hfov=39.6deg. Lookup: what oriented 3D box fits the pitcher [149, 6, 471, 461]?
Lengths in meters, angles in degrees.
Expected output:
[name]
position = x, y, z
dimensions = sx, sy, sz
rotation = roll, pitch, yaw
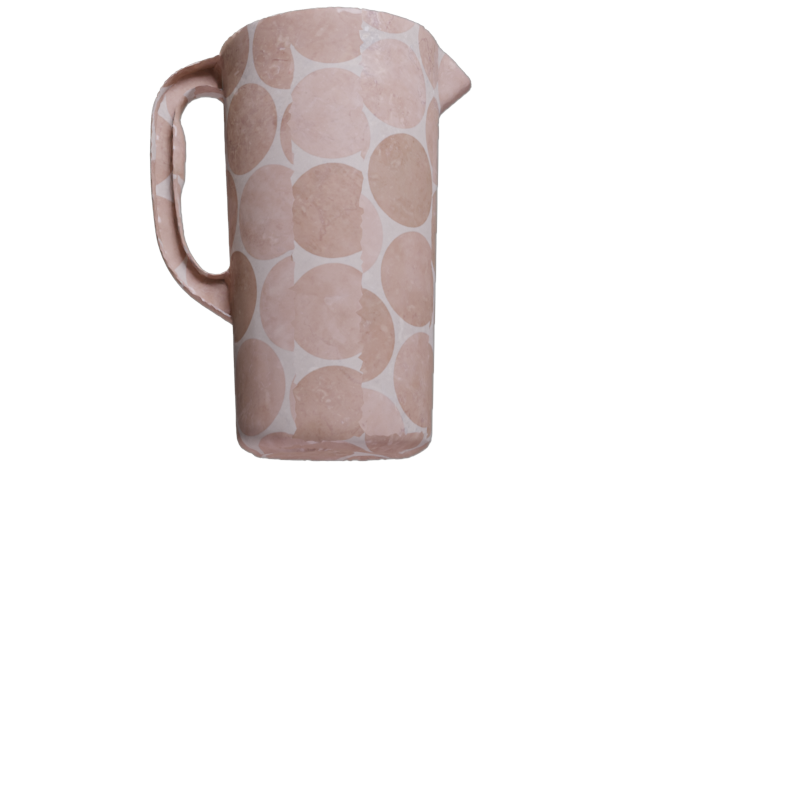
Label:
[pitcher]
position = -0.050, -0.091, 0.636
dimensions = 0.153, 0.251, 0.137
rotation = -11, -16, 39
